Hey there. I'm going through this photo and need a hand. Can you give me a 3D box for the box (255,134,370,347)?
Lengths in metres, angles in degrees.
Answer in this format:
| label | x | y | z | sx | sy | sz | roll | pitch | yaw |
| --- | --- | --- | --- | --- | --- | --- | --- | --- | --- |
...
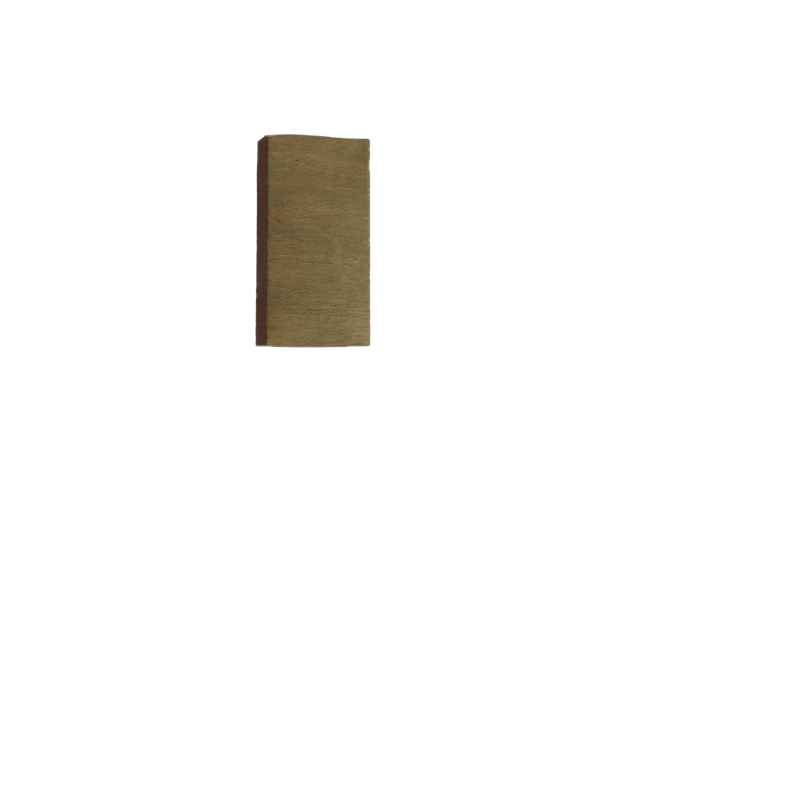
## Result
| label | x | y | z | sx | sy | sz | roll | pitch | yaw |
| --- | --- | --- | --- | --- | --- | --- | --- | --- | --- |
| box | -0.073 | -0.133 | 0.931 | 0.091 | 0.178 | 0.049 | 0 | -3 | -16 |
